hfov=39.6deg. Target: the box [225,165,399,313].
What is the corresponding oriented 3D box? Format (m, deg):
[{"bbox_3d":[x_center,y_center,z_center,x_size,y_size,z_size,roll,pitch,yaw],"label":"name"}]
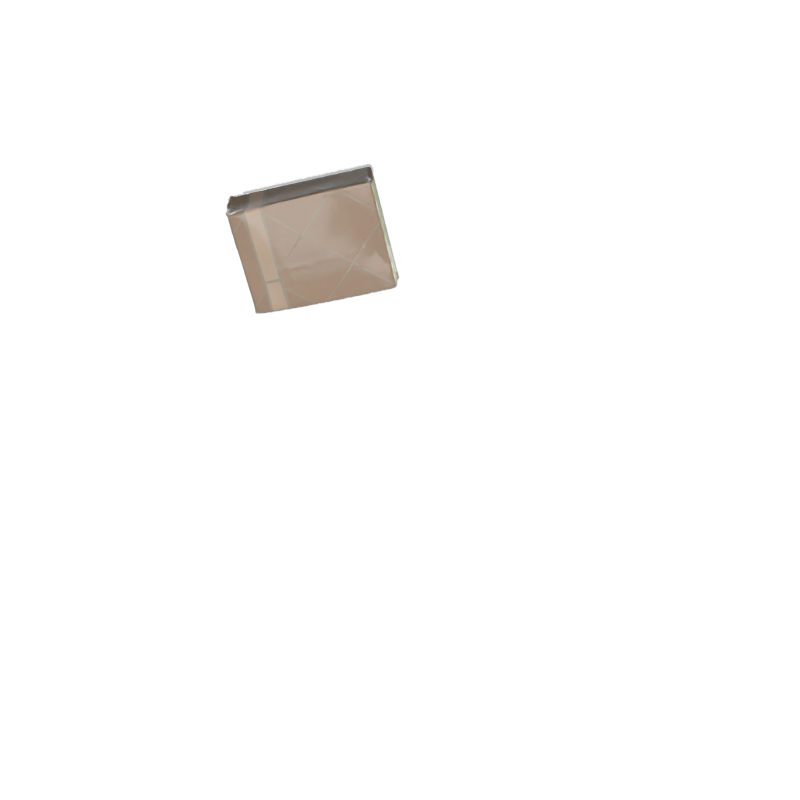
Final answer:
[{"bbox_3d":[-0.065,-0.119,0.832,0.114,0.085,0.041,-12,25,5],"label":"box"}]
